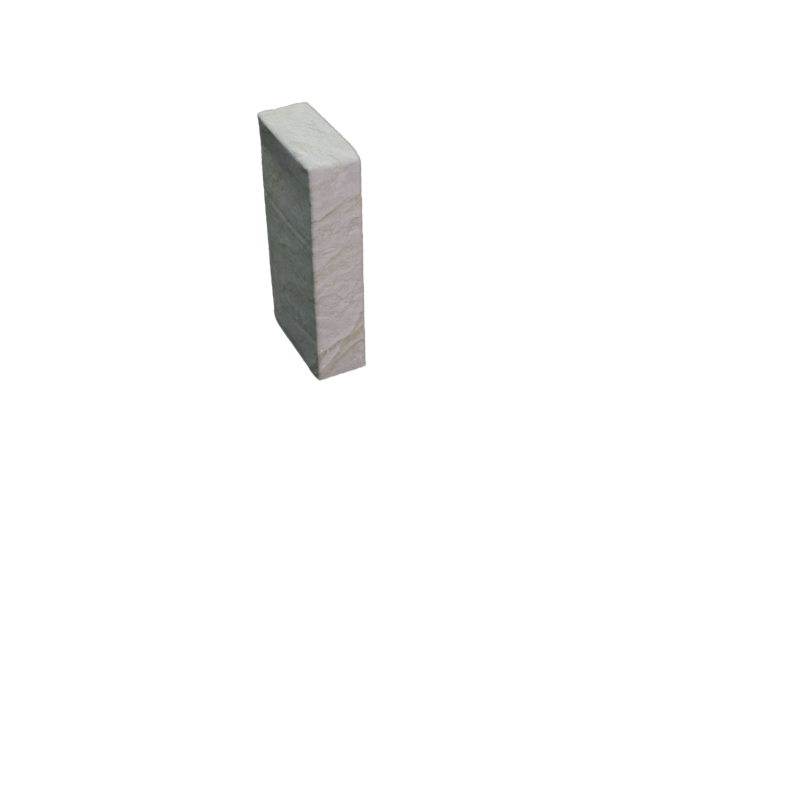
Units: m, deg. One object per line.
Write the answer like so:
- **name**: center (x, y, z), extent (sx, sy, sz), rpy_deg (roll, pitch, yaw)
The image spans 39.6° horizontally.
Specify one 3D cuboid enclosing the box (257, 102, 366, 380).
- **box**: center (-0.061, -0.112, 0.787), extent (0.047, 0.165, 0.101), rpy_deg (-14, 39, -22)
